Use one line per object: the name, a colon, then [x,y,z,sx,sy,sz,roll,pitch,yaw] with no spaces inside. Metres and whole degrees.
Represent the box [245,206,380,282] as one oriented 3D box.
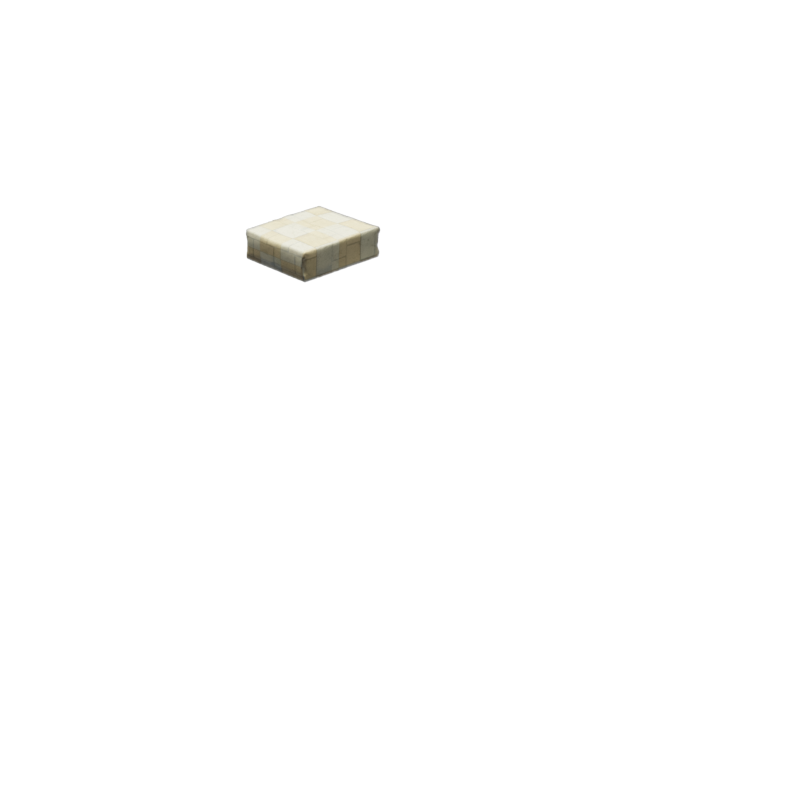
box: [-0.072,-0.132,0.927,0.078,0.029,0.088,25,36,38]
